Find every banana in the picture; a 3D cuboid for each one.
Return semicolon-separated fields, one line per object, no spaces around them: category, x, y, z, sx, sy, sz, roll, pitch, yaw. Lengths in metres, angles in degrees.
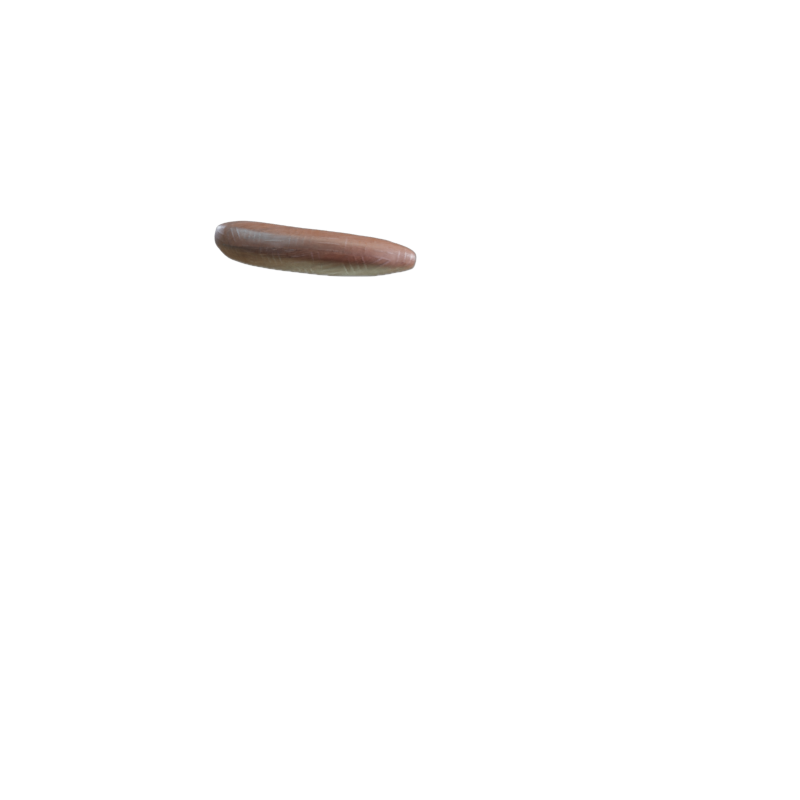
banana;-0.086;-0.130;0.933;0.207;0.035;0.069;13;23;30
